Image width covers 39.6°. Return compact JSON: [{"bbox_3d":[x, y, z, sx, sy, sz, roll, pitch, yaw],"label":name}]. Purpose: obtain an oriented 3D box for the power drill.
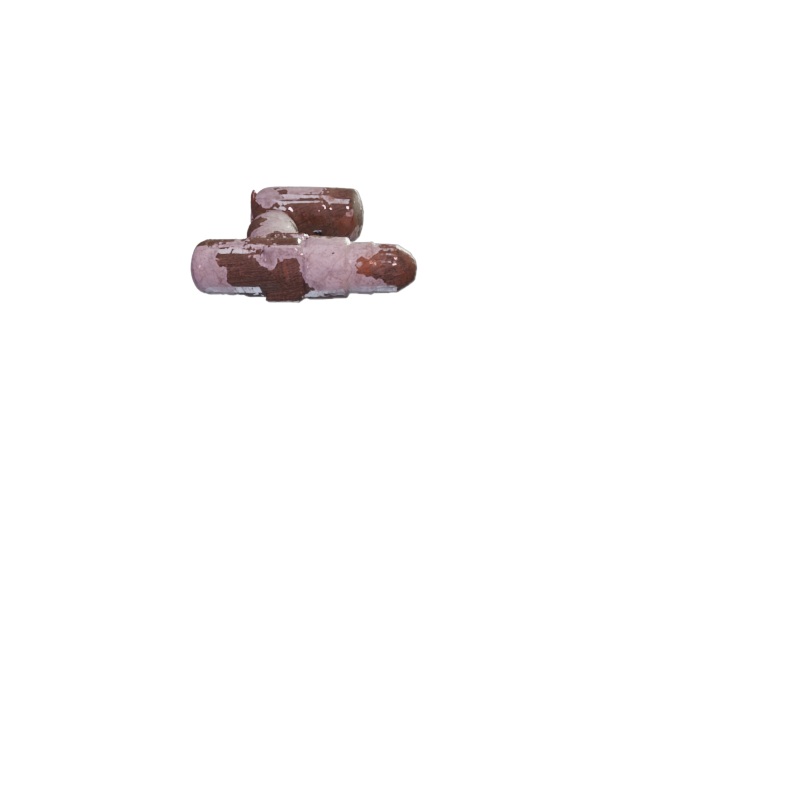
[{"bbox_3d":[-0.076,-0.138,0.966,0.186,0.055,0.195,2,23,4],"label":"power drill"}]
